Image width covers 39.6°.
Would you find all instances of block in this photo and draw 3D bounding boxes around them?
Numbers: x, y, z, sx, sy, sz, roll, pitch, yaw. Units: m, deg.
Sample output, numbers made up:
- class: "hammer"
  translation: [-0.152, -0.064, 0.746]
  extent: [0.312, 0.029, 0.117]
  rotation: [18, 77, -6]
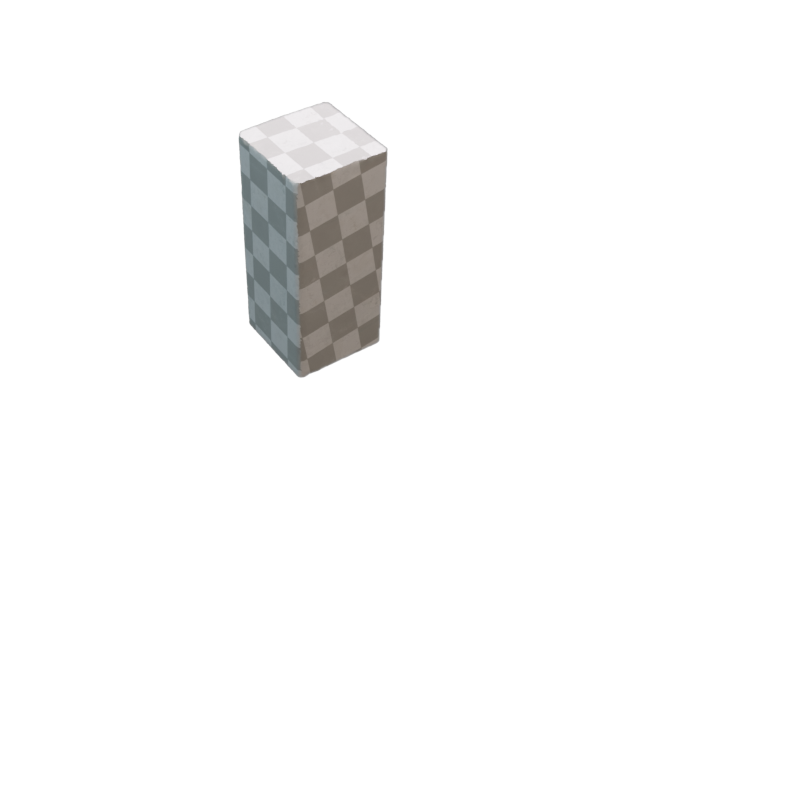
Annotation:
- class: "block"
  translation: [-0.074, -0.134, 0.941]
  extent: [0.090, 0.192, 0.098]
  rotation: [-24, 49, -27]
